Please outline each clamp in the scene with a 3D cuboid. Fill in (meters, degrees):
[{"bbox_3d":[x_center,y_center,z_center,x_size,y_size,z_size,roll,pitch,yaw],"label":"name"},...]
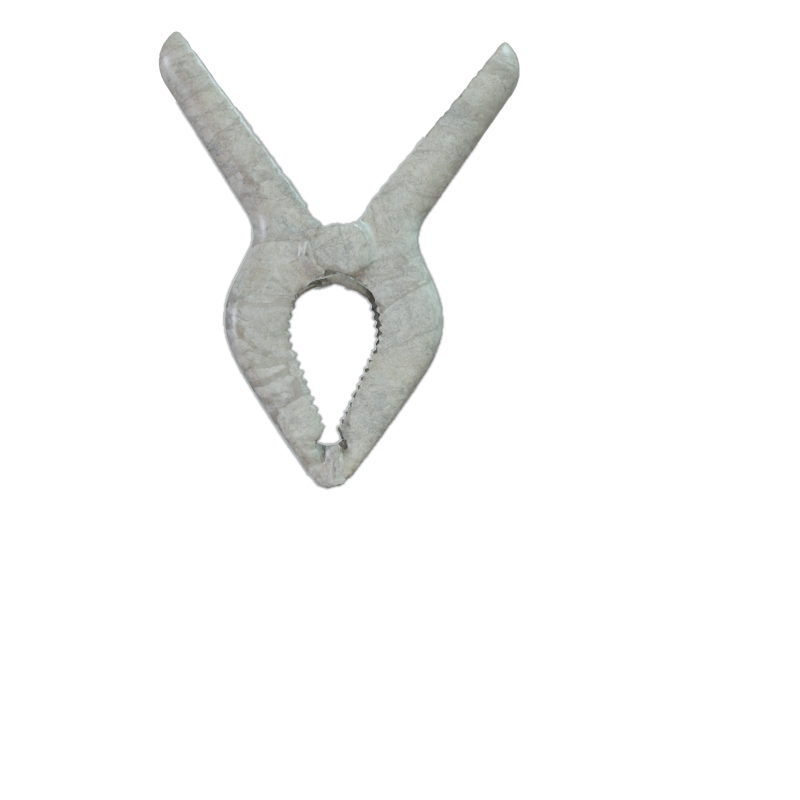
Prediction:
[{"bbox_3d":[-0.039,-0.070,0.493,0.165,0.215,0.035,8,-11,1],"label":"clamp"}]
